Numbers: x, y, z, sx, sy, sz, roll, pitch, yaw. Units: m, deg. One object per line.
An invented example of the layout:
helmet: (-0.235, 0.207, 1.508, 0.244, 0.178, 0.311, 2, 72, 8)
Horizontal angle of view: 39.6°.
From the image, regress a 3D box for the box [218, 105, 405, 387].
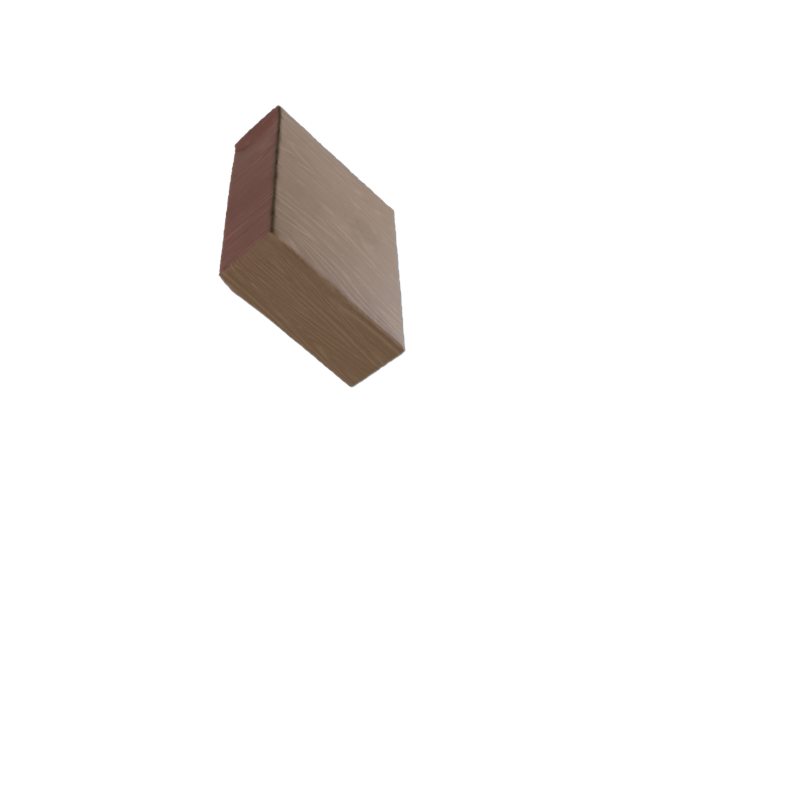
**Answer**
box: (-0.077, -0.140, 0.979, 0.071, 0.229, 0.154, -37, -58, 24)
